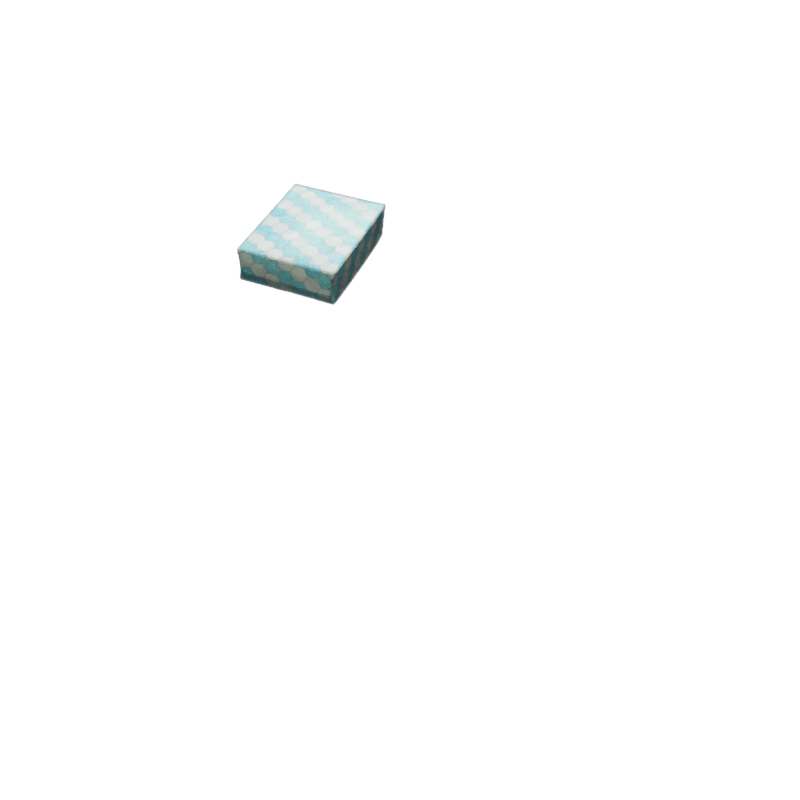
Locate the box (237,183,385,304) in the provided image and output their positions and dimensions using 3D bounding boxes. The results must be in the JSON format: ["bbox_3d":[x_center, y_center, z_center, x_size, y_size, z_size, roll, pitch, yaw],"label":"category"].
[{"bbox_3d":[-0.074,-0.136,0.952,0.093,0.036,0.117,15,41,17],"label":"box"}]
